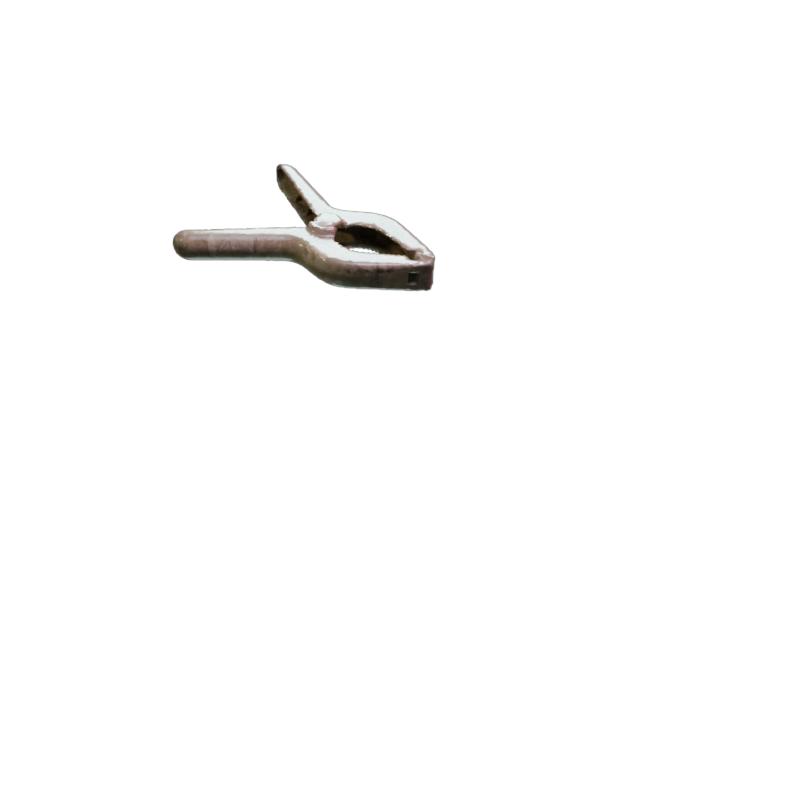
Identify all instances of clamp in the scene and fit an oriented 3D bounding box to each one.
[{"bbox_3d":[-0.072,-0.132,0.922,0.222,0.034,0.166,26,44,29],"label":"clamp"}]
